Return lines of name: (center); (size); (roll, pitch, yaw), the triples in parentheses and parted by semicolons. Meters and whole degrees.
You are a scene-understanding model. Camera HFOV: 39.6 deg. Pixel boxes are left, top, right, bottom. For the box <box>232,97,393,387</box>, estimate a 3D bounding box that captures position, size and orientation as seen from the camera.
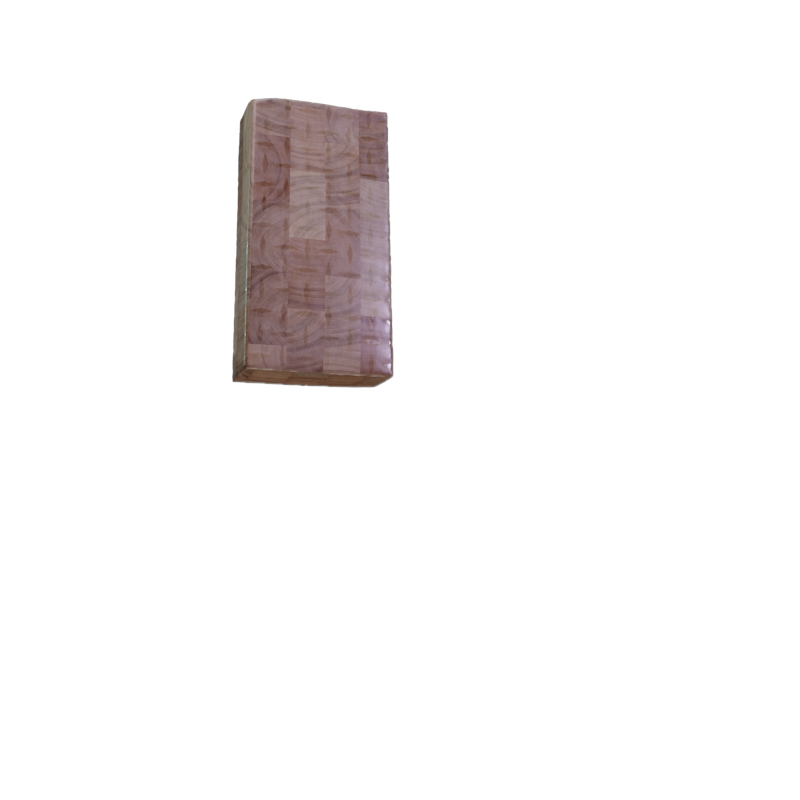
box: (-0.054, -0.098, 0.688); (0.091, 0.184, 0.047); (4, -18, -16)
